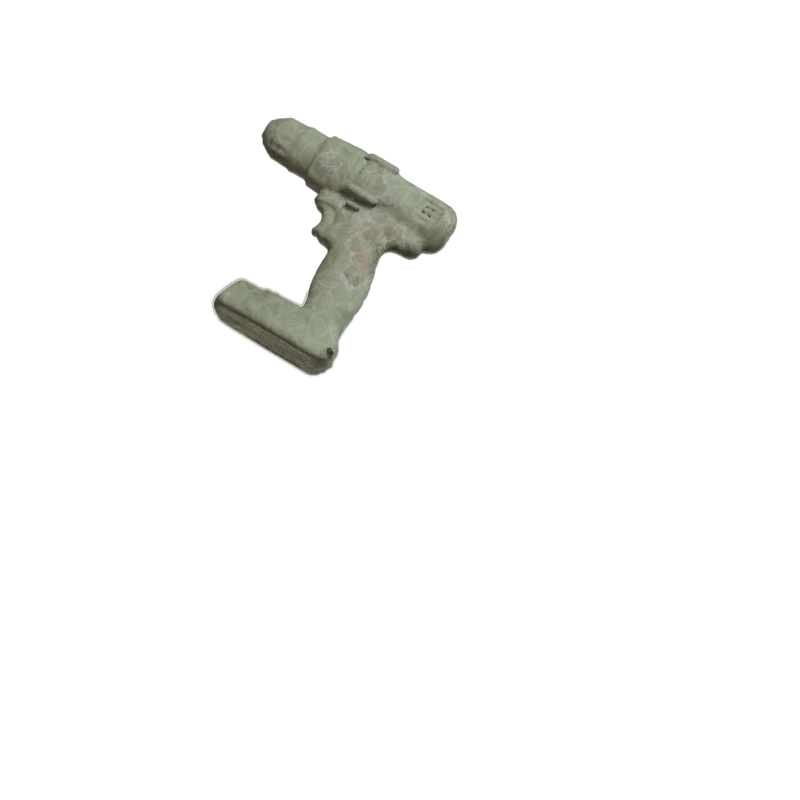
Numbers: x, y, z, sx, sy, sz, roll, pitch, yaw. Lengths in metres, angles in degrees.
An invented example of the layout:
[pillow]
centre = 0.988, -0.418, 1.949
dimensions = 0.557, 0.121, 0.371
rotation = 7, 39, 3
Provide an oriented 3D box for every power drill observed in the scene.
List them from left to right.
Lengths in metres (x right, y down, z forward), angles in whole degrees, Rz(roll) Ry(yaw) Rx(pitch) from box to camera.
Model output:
[power drill]
centre = -0.071, -0.130, 0.912
dimensions = 0.190, 0.192, 0.054
rotation = 30, -20, 12
